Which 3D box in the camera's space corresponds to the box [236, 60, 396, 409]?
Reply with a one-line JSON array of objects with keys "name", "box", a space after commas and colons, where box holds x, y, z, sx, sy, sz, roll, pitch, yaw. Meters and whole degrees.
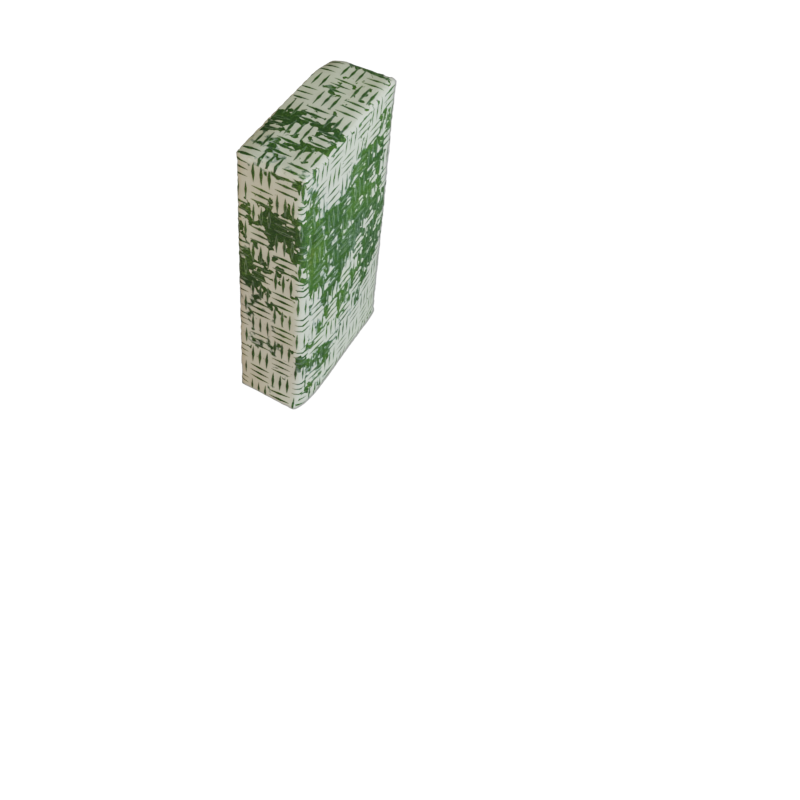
[{"name": "box", "box": [-0.047, -0.085, 0.592, 0.050, 0.164, 0.096, 22, 50, 16]}]
